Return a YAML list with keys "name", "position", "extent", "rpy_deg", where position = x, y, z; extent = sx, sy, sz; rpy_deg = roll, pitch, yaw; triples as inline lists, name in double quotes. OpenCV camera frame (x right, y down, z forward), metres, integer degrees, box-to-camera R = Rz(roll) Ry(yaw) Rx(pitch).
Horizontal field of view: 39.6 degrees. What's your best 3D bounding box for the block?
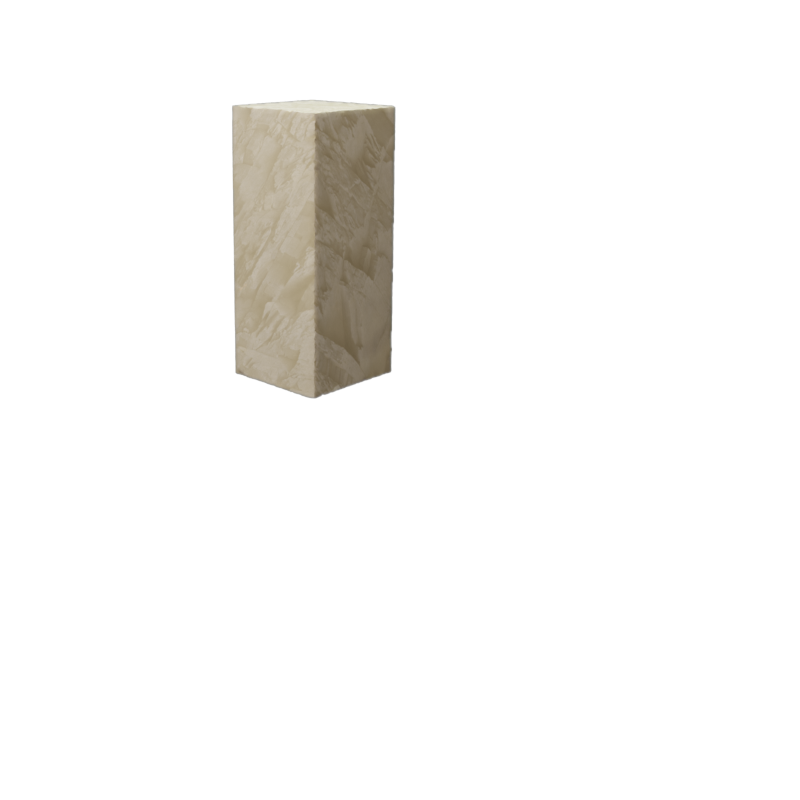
- name: "block"
  position: [-0.066, -0.120, 0.839]
  extent: [0.095, 0.200, 0.089]
  rpy_deg: [12, 18, 40]
